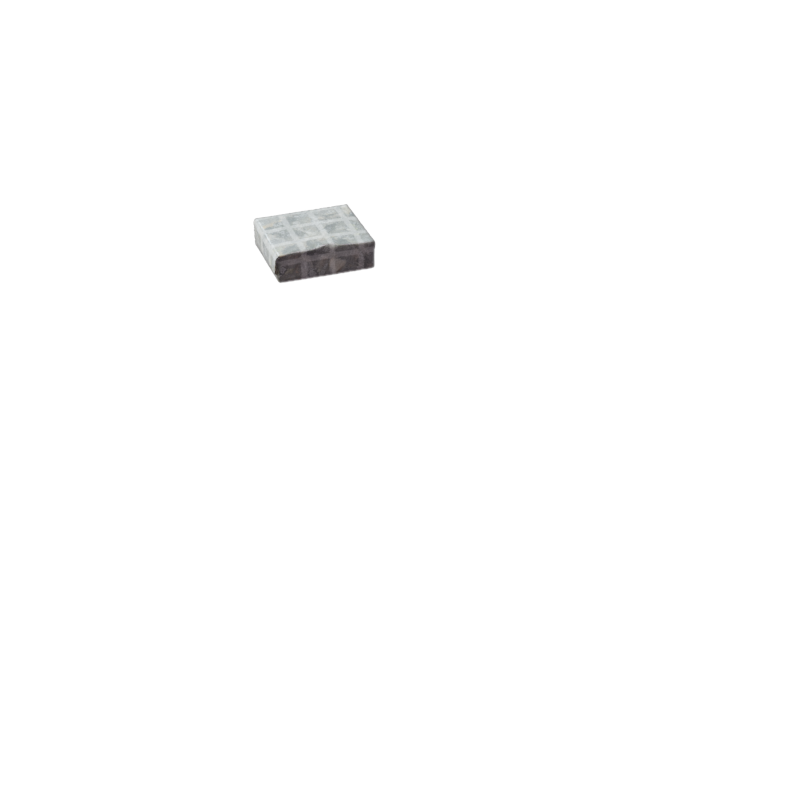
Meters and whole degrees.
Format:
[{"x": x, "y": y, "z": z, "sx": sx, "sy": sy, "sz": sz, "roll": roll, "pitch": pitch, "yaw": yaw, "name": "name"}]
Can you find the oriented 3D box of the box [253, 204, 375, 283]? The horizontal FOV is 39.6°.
[{"x": -0.075, "y": -0.137, "z": 0.957, "sx": 0.088, "sy": 0.028, "sz": 0.079, "roll": -11, "pitch": 36, "yaw": -16, "name": "box"}]
